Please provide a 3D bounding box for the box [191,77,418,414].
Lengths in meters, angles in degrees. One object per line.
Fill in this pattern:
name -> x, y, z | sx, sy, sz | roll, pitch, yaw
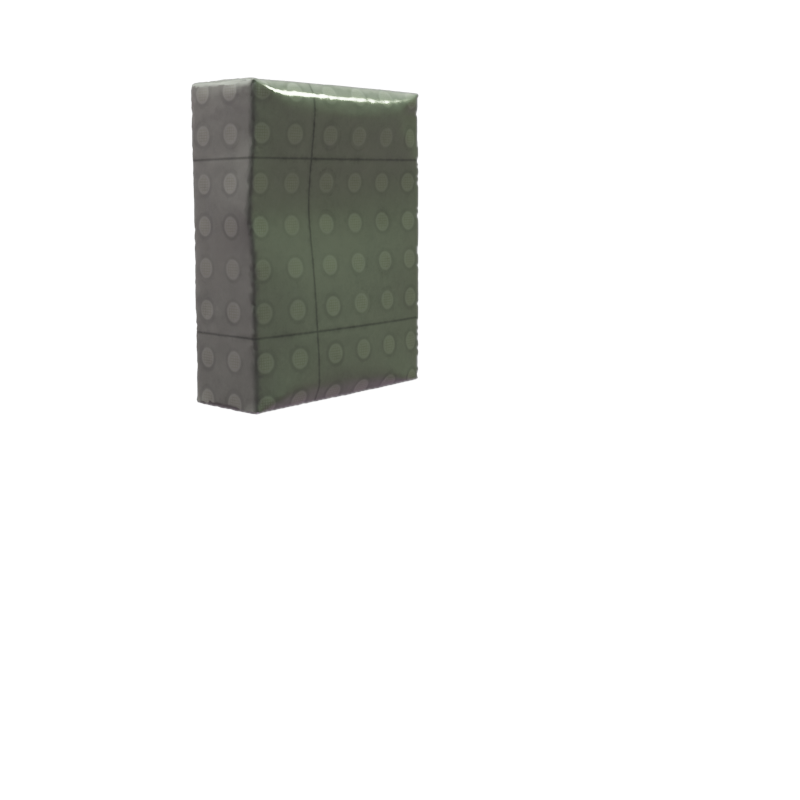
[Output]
box -> -0.060, -0.110, 0.767 | 0.075, 0.212, 0.159 | 4, 7, 43
